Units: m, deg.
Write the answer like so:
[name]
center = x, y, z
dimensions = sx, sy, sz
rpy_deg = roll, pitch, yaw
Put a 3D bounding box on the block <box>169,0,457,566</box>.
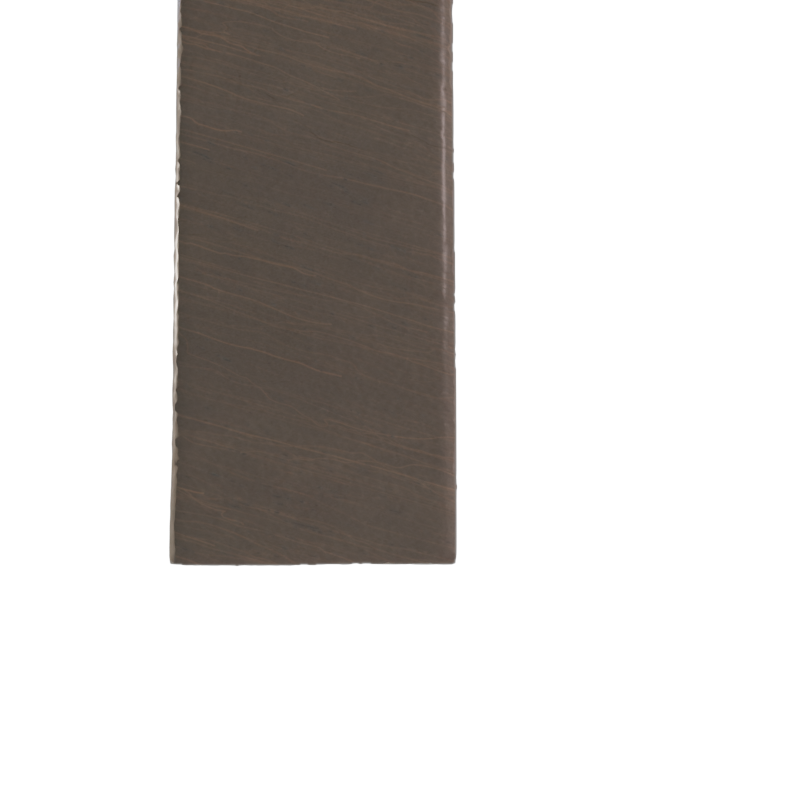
[block]
center = -0.030, -0.056, 0.389
dimensions = 0.090, 0.209, 0.090
rpy_deg = 0, -4, -3
